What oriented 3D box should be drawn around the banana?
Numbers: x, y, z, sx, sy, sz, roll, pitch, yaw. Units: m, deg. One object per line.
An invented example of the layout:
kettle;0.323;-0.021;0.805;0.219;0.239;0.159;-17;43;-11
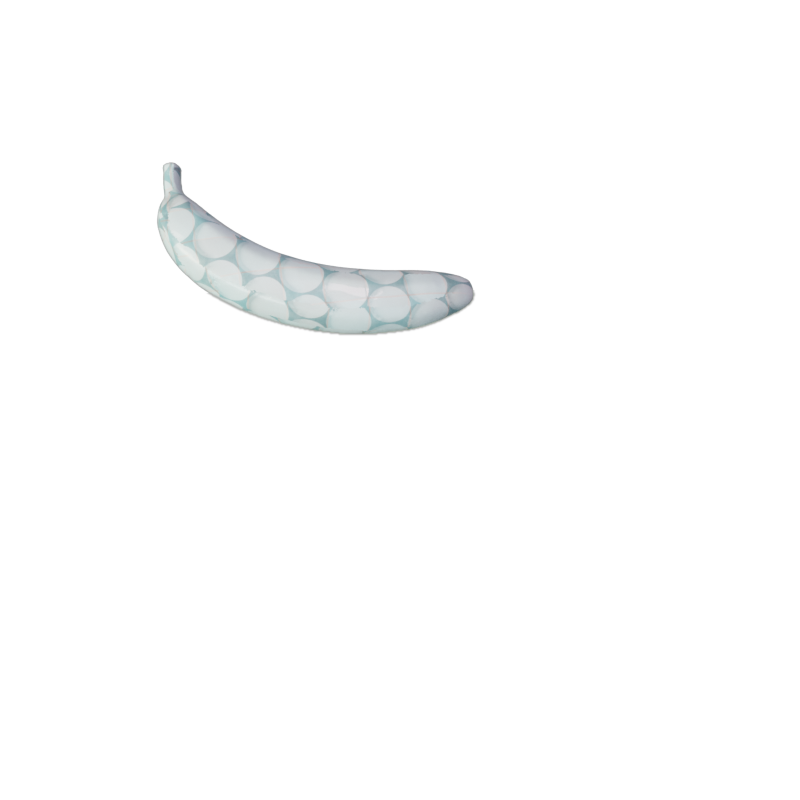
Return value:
banana;-0.060;-0.075;0.623;0.201;0.071;0.035;23;-18;8
